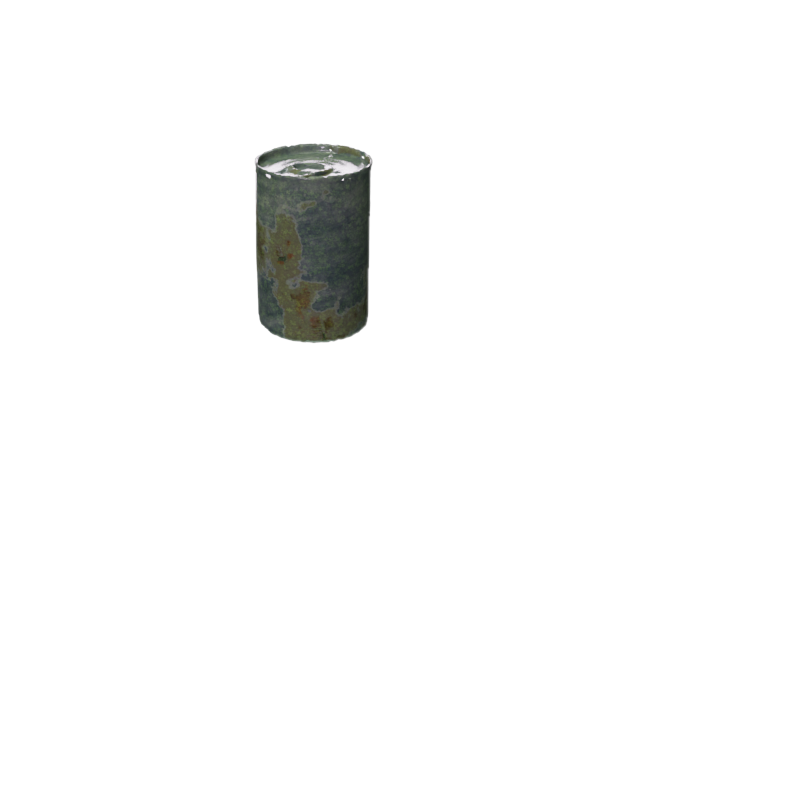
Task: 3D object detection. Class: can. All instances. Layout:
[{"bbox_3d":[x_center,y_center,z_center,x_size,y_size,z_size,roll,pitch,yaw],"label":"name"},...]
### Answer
[{"bbox_3d":[-0.051,-0.094,0.656,0.068,0.097,0.072,0,24,-2],"label":"can"}]
